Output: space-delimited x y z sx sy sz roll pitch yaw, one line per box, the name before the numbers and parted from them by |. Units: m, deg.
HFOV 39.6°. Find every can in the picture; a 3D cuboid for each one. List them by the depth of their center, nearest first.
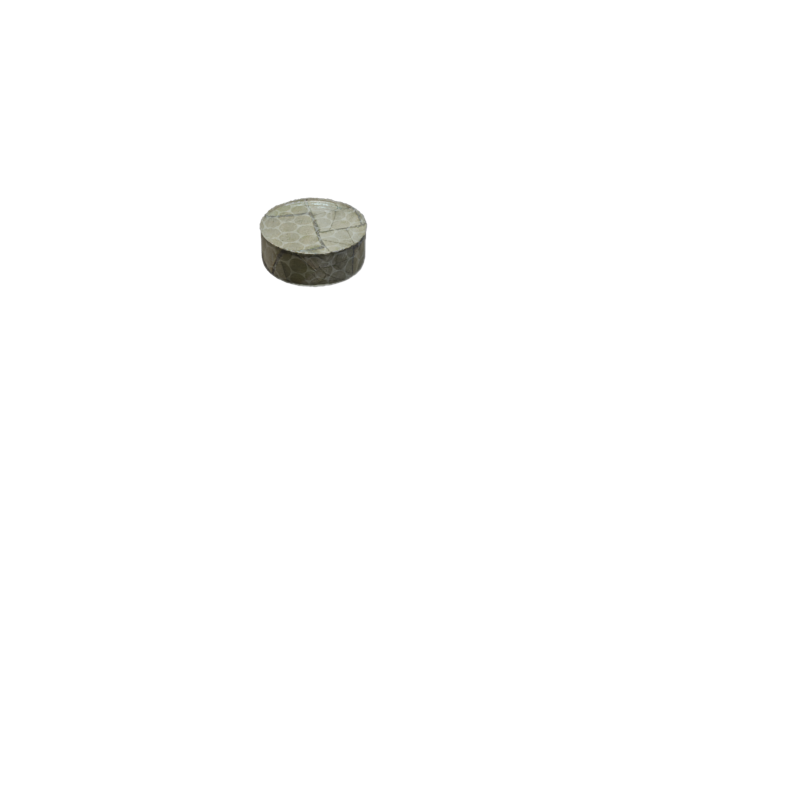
can | -0.070 -0.127 0.892 0.086 0.031 0.092 -1 37 -2
